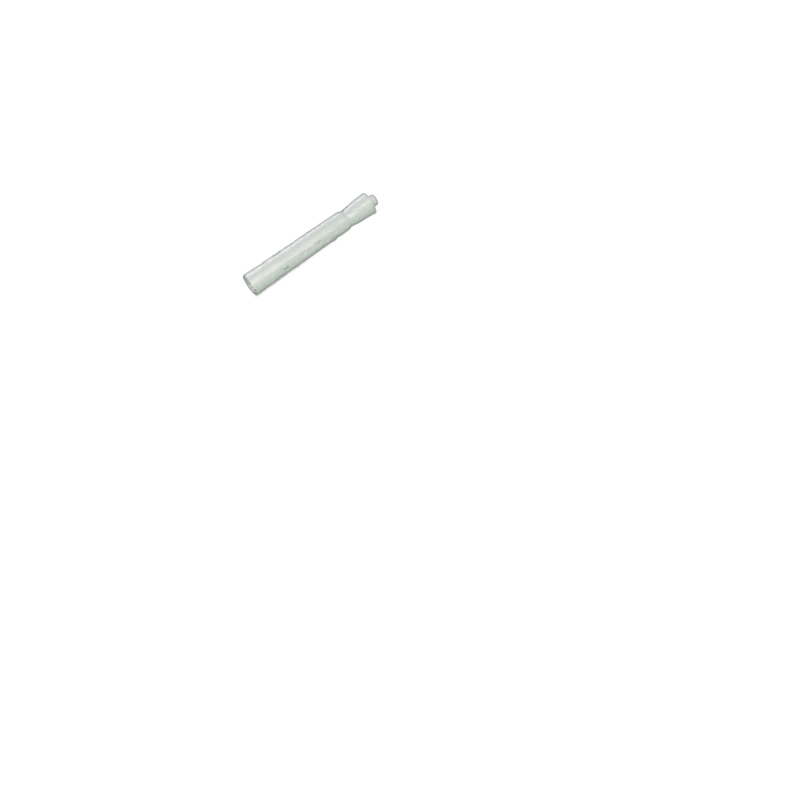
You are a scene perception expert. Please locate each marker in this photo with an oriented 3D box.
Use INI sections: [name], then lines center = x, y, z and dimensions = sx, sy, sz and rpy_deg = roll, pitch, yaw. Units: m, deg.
[marker]
center = -0.067, -0.122, 0.852
dimensions = 0.121, 0.019, 0.020
rpy_deg = -37, 14, -14
